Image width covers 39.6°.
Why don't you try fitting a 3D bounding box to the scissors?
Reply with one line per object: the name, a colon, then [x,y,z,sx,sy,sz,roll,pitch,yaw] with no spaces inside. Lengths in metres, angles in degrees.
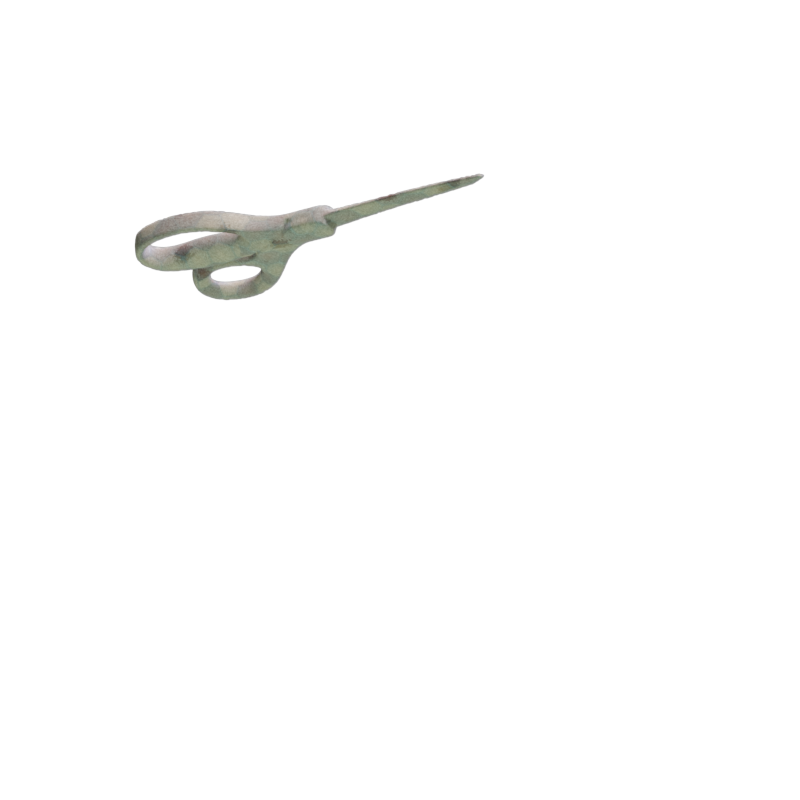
scissors: [-0.049,-0.090,0.627,0.204,0.017,0.090,-5,-24,11]
